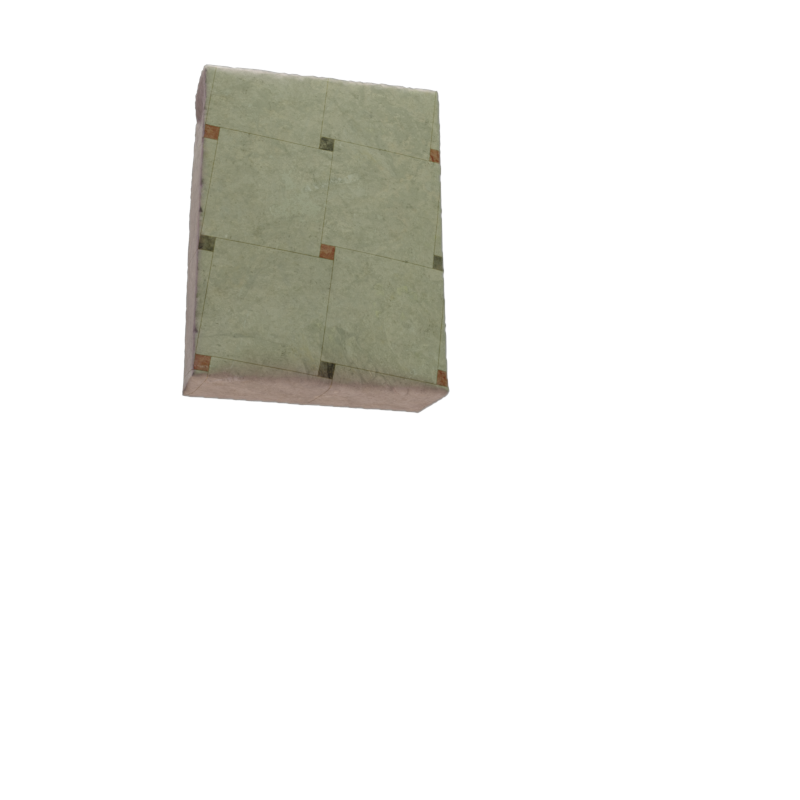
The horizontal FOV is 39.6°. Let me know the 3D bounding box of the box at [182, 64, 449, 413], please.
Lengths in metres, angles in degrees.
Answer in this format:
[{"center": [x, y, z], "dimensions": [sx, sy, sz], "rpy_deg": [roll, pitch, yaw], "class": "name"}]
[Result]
[{"center": [-0.058, -0.105, 0.735], "dimensions": [0.161, 0.224, 0.070], "rpy_deg": [3, -20, -14], "class": "box"}]
